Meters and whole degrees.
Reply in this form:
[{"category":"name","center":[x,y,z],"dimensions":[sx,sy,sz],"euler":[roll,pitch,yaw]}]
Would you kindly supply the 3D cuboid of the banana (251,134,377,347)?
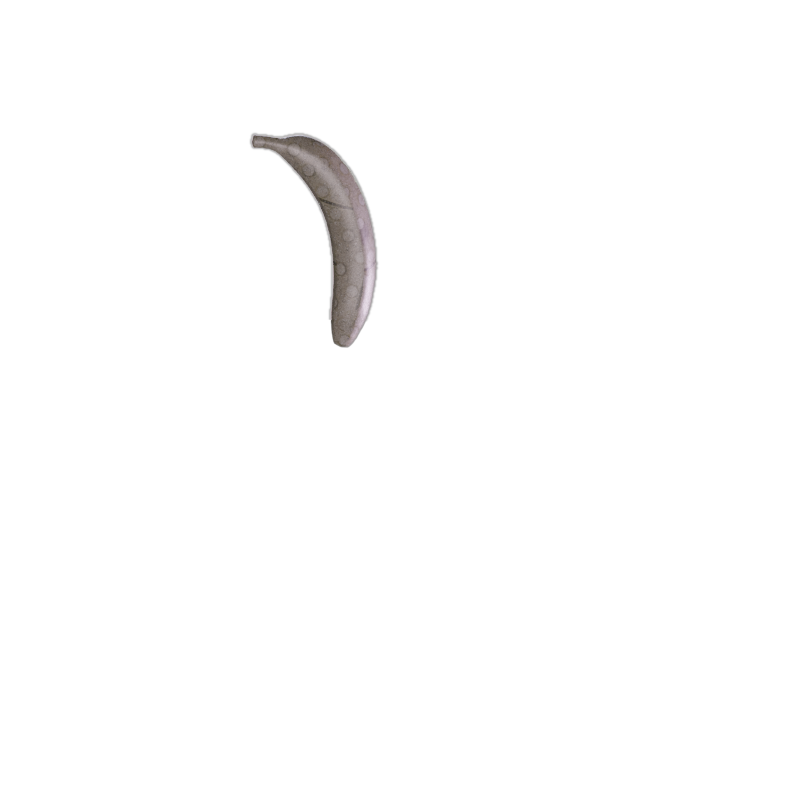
[{"category":"banana","center":[-0.057,-0.142,0.925],"dimensions":[0.070,0.191,0.038],"euler":[-21,12,4]}]
